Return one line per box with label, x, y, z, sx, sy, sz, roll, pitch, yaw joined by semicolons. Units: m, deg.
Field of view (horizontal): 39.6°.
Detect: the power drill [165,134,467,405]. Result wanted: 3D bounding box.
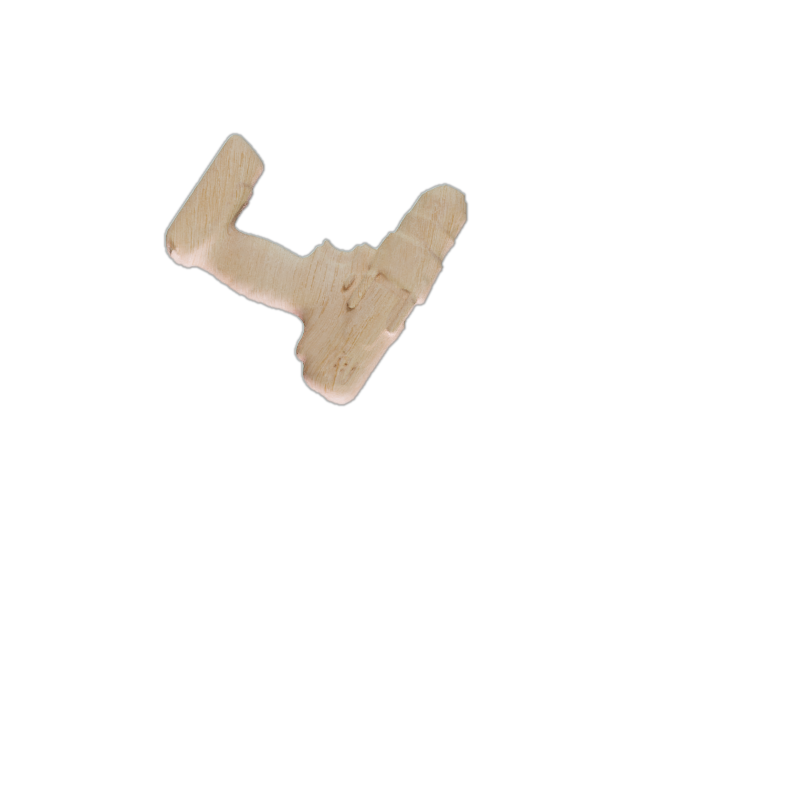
power drill;-0.065;-0.118;0.825;0.191;0.187;0.056;32;-10;6
